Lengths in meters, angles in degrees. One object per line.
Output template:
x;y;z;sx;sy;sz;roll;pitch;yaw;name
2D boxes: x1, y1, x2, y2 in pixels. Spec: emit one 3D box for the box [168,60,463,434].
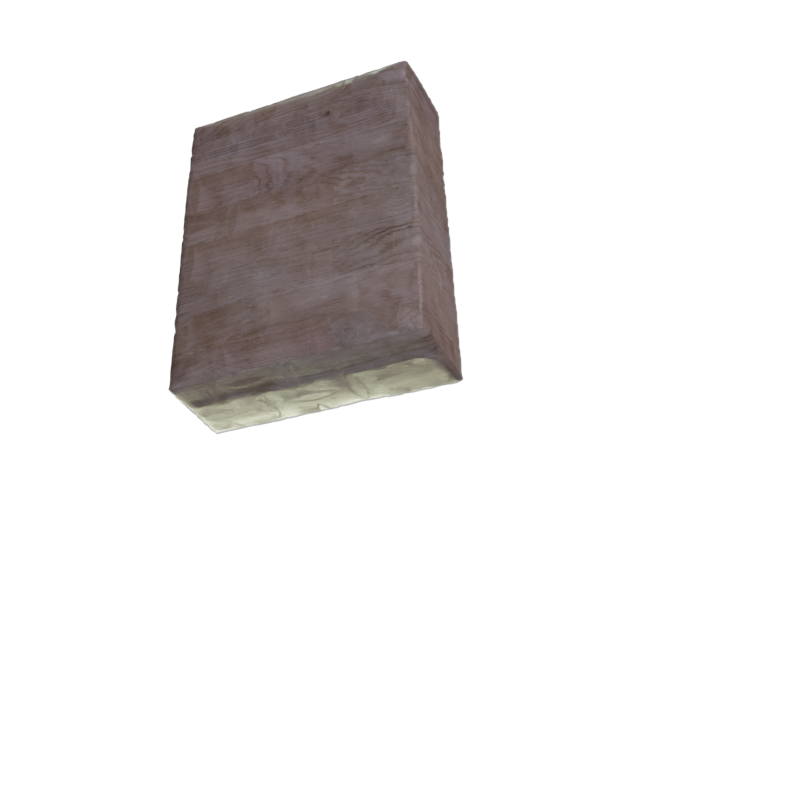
-0.055;-0.101;0.706;0.166;0.229;0.066;-14;-35;17;box
